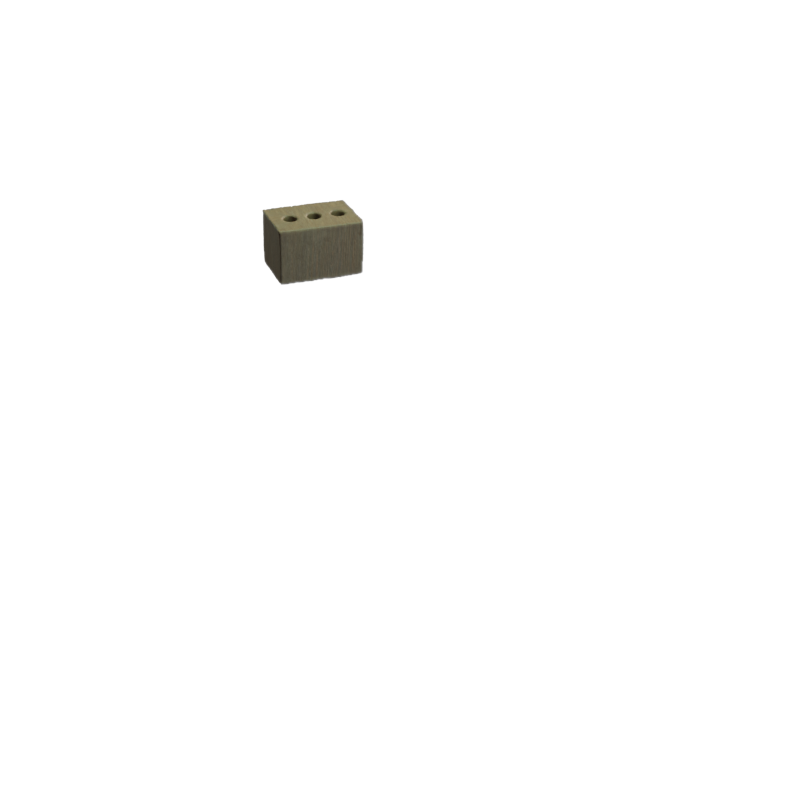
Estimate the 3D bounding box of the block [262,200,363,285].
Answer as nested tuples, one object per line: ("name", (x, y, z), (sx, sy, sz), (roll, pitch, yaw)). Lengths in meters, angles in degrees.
("block", (-0.076, -0.138, 0.968), (0.077, 0.048, 0.057), (-10, 30, -18))
